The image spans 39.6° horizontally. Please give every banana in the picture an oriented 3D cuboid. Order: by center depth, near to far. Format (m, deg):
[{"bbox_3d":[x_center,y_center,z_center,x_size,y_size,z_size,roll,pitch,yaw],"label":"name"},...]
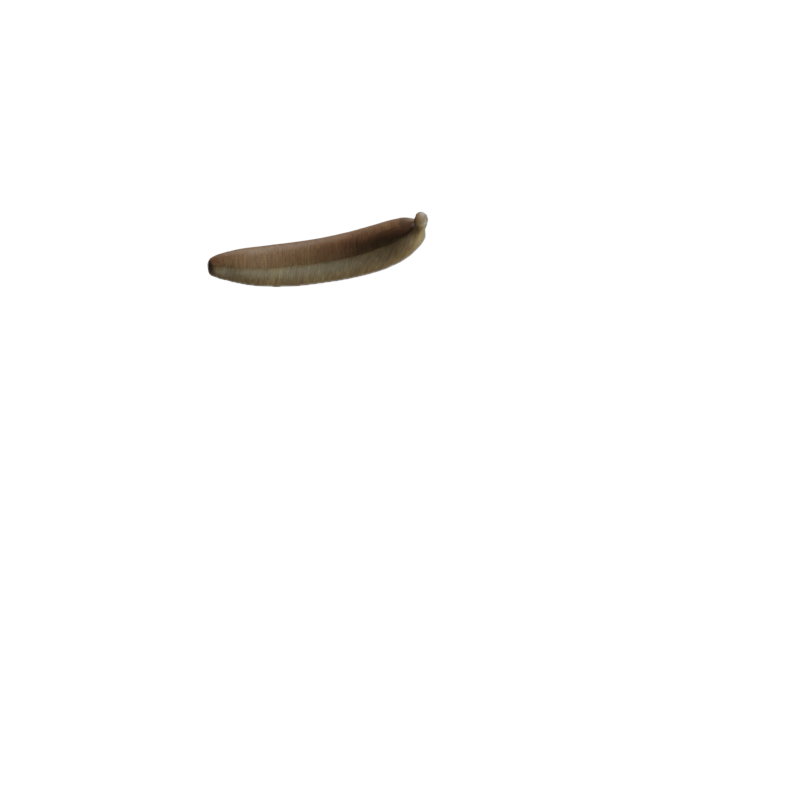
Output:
[{"bbox_3d":[-0.059,-0.122,0.908,0.201,0.039,0.065,-11,-27,23],"label":"banana"}]
